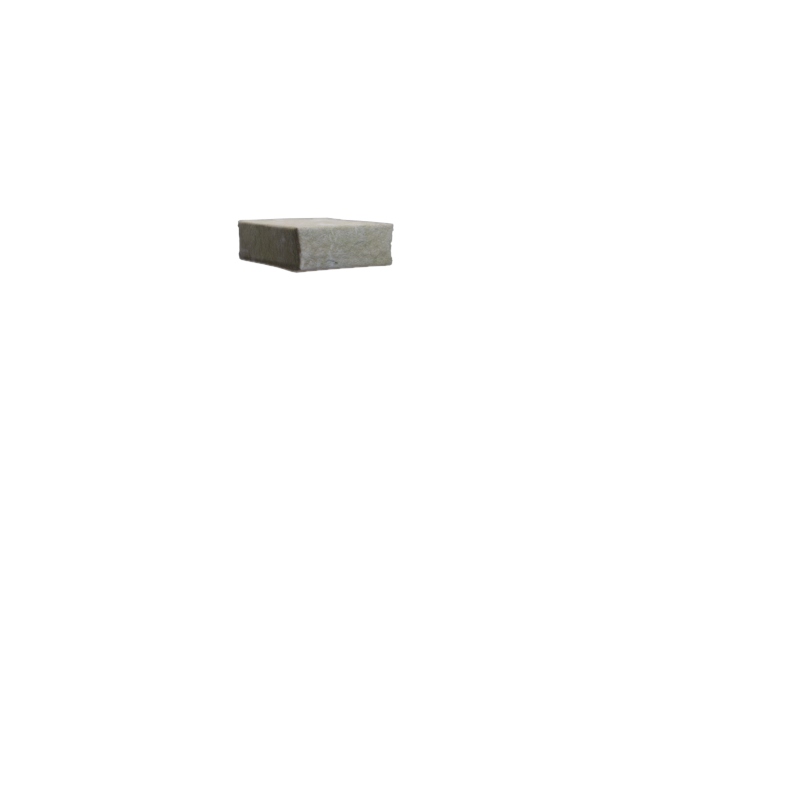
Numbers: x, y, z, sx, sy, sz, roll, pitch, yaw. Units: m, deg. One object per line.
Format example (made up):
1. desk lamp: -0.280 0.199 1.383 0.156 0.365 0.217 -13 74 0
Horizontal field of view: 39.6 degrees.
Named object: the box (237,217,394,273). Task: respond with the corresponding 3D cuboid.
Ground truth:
1. box: -0.072 -0.131 0.920 0.087 0.038 0.119 -8 16 -30
